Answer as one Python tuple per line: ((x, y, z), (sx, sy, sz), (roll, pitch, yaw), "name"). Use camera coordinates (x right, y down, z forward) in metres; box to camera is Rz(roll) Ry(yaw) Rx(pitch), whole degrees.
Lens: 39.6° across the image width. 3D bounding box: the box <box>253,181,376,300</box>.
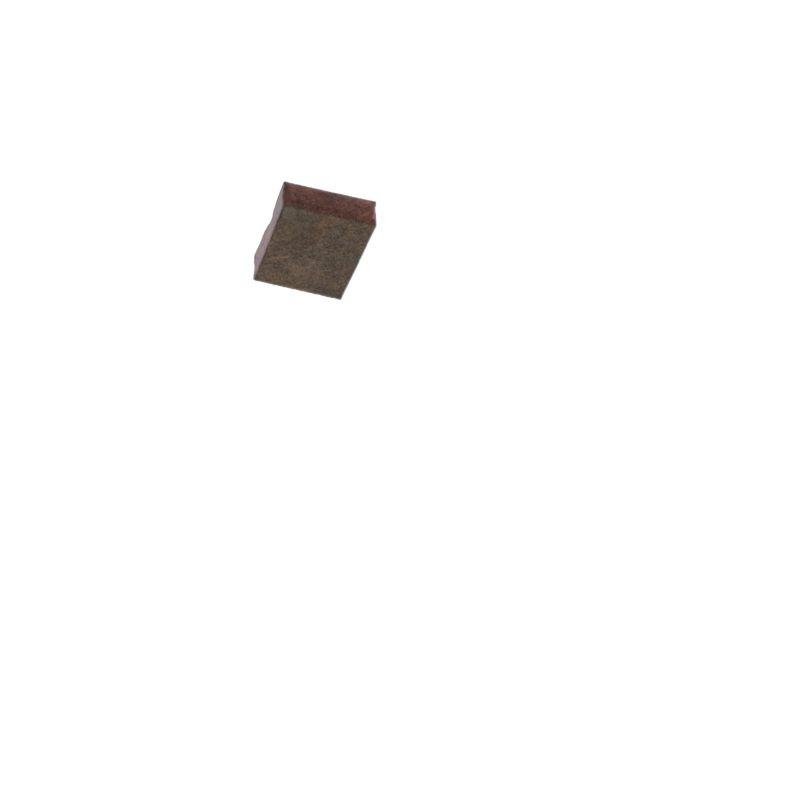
((-0.066, -0.121, 0.847), (0.071, 0.032, 0.085), (12, -42, -15), "box")
